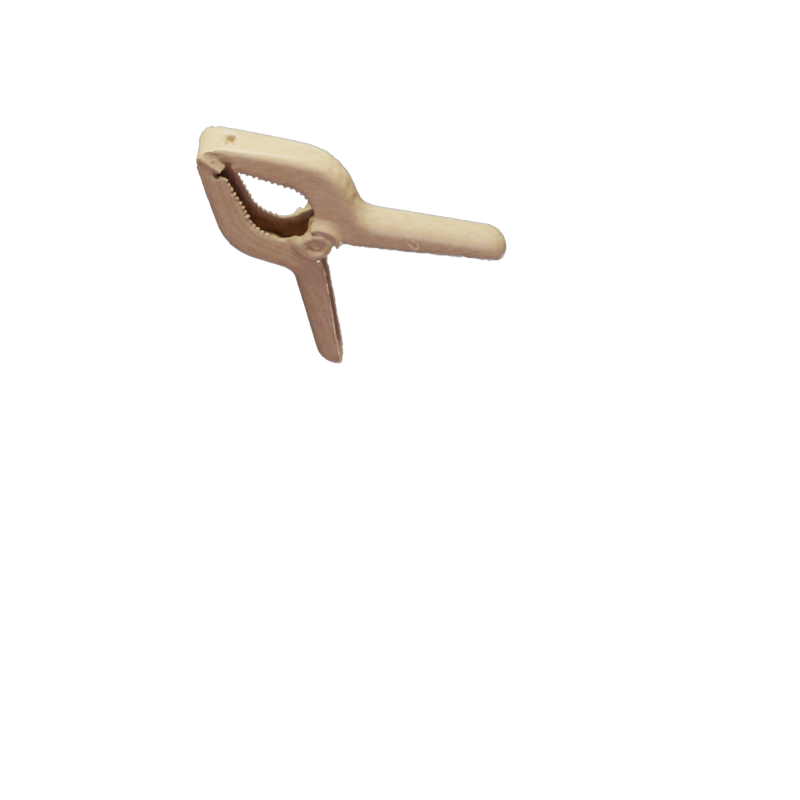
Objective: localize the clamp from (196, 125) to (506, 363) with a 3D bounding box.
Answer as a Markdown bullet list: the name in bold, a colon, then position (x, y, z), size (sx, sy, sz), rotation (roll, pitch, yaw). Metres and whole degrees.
- **clamp**: position (-0.058, -0.105, 0.739), size (0.199, 0.039, 0.162), rotation (29, -52, -27)
